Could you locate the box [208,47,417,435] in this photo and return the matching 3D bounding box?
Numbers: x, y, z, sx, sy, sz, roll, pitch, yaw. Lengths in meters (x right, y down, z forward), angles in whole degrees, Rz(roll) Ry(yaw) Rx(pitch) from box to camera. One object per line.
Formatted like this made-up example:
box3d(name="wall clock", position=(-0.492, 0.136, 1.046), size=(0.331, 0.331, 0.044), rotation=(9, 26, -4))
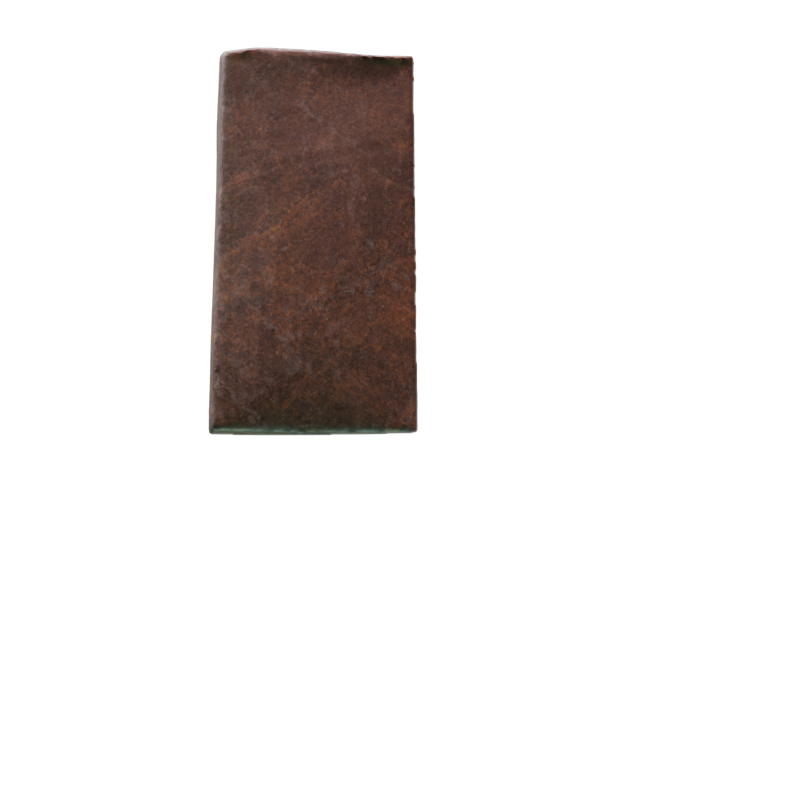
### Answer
box3d(name="box", position=(-0.040, -0.073, 0.513), size=(0.092, 0.180, 0.047), rotation=(1, -10, -8))
